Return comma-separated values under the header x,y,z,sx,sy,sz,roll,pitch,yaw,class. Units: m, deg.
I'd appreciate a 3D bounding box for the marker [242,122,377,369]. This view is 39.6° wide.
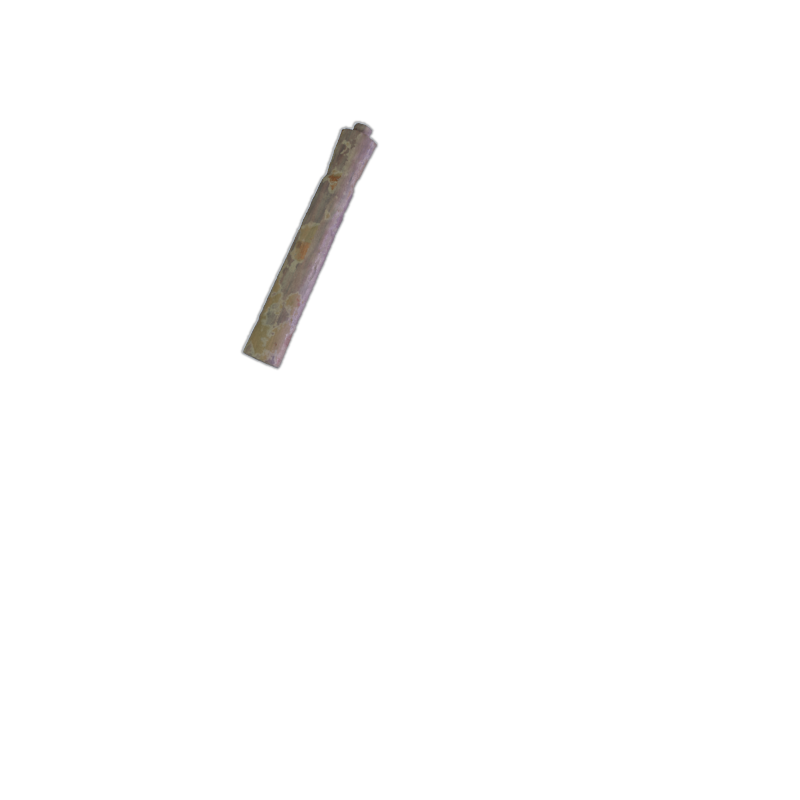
x,y,z,sx,sy,sz,roll,pitch,yaw,class
-0.040,-0.074,0.515,0.020,0.123,0.019,23,-8,0,marker
